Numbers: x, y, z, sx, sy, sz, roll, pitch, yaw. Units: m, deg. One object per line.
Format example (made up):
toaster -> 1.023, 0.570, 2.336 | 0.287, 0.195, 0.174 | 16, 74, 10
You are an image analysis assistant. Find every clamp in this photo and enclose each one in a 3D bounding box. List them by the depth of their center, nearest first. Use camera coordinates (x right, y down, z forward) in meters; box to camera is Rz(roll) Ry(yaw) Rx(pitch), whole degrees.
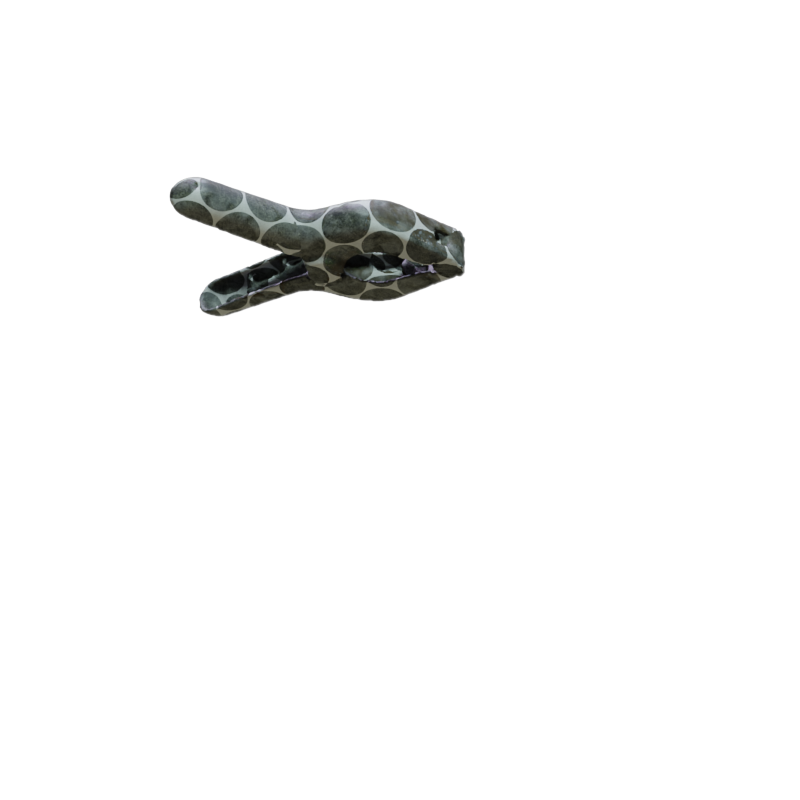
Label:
clamp -> -0.051, -0.092, 0.646 | 0.173, 0.042, 0.112 | -5, -26, 10
